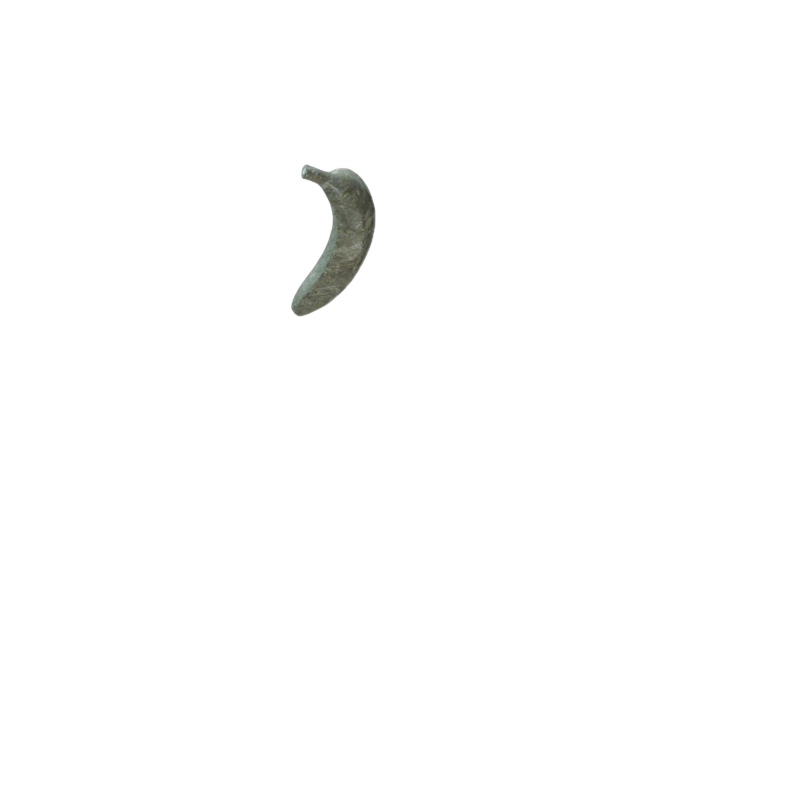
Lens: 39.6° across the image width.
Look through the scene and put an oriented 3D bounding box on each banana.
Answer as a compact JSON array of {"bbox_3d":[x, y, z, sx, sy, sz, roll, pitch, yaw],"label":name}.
[{"bbox_3d":[-0.059,-0.143,0.990,0.069,0.039,0.185,3,-38,-5],"label":"banana"}]
